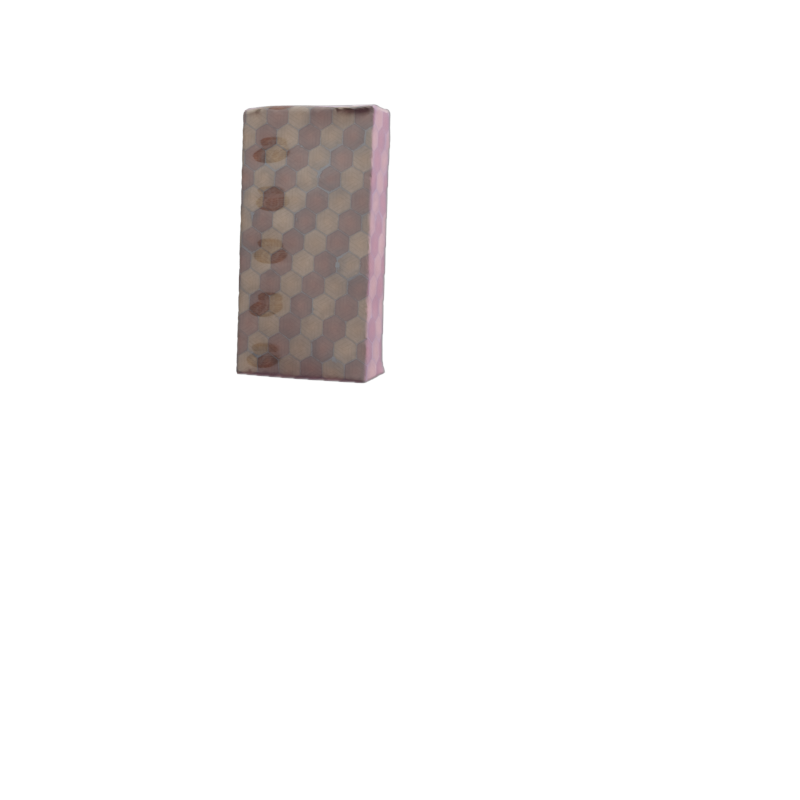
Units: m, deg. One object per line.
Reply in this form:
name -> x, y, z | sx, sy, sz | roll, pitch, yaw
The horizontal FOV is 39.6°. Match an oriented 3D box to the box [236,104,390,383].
box -> -0.057, -0.103, 0.724 | 0.096, 0.175, 0.047 | 2, 3, 19
